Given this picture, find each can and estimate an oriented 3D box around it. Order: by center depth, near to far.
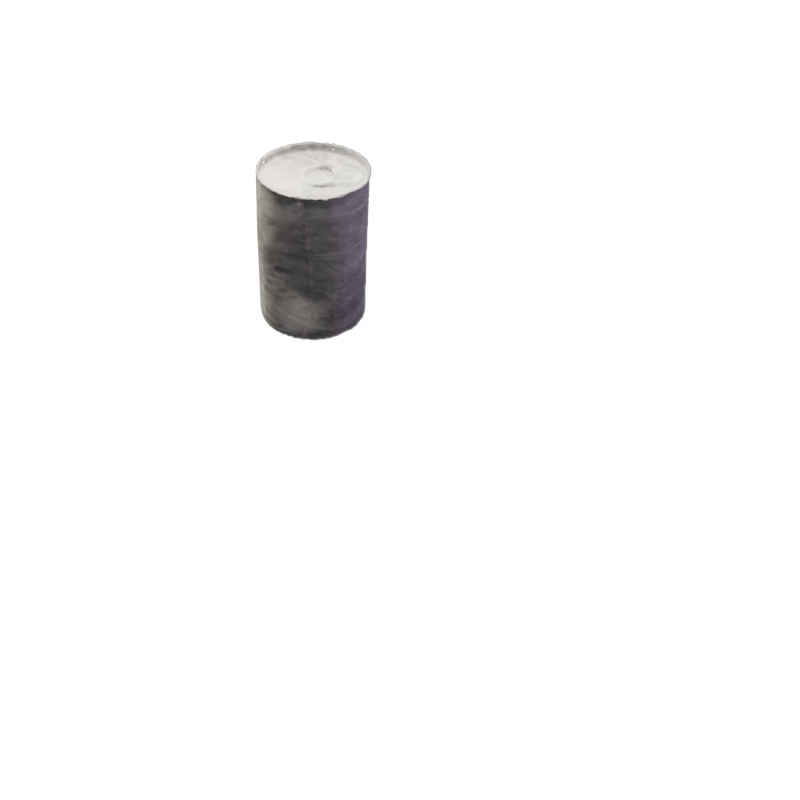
[{"bbox_3d":[-0.053,-0.096,0.674,0.068,0.096,0.073,0,36,-3],"label":"can"}]
